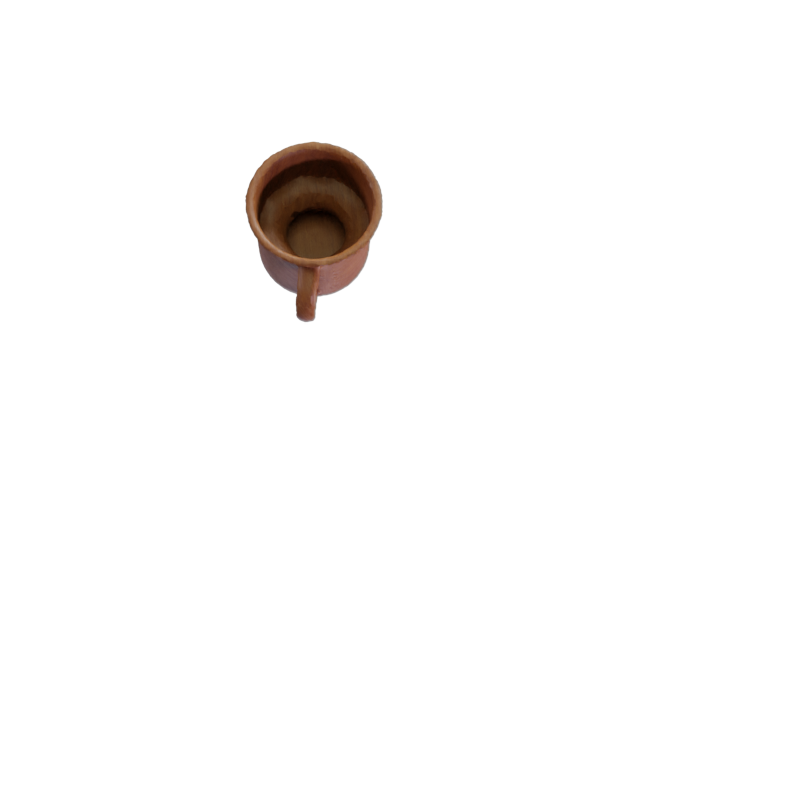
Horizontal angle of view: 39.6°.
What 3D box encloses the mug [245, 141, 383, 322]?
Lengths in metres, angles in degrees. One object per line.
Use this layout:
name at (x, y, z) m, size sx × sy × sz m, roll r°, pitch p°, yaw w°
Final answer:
mug at (-0.061, -0.112, 0.781) m, size 0.093 × 0.123 × 0.078 m, roll 1°, pitch -20°, yaw -1°
